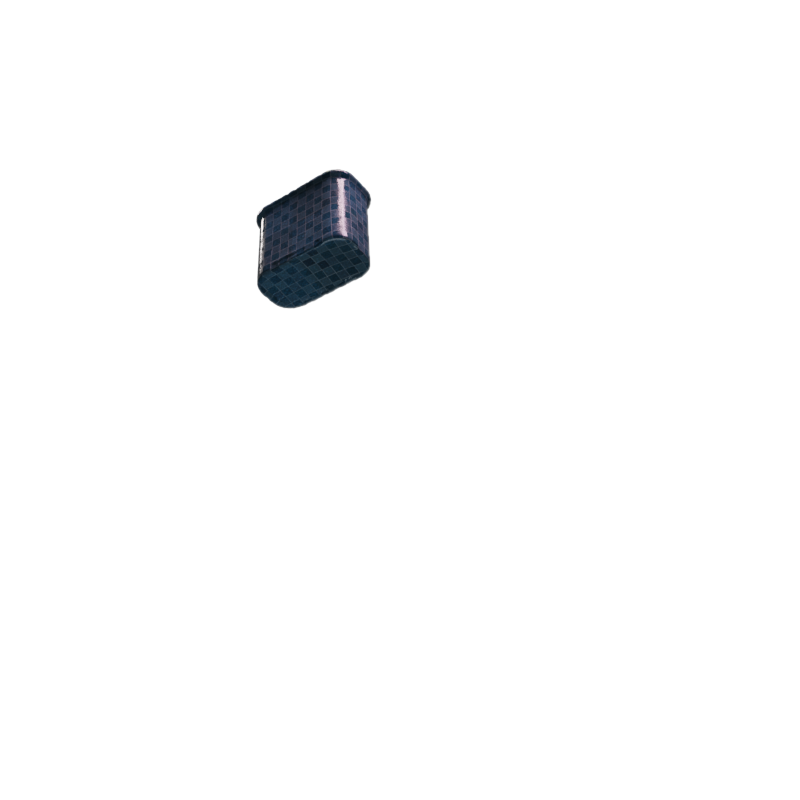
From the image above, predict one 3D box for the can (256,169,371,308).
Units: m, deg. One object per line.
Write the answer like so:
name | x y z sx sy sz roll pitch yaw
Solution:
can | -0.074 -0.135 0.943 0.102 0.090 0.053 -26 -47 23
